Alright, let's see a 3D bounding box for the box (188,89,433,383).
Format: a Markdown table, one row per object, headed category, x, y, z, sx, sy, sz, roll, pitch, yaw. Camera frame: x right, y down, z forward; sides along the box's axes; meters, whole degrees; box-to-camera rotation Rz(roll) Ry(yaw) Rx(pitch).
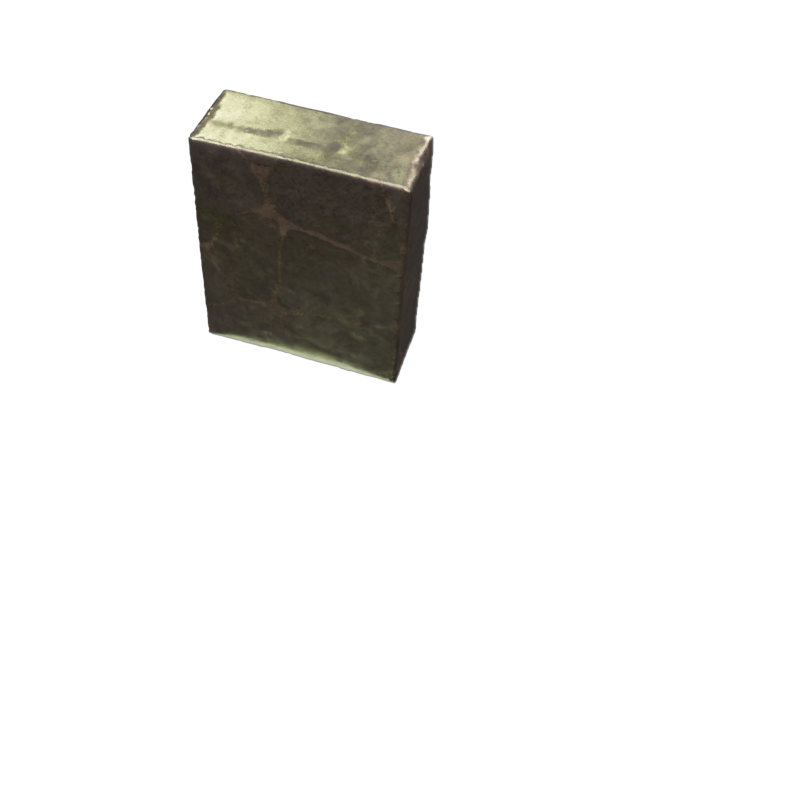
| category | x | y | z | sx | sy | sz | roll | pitch | yaw |
| --- | --- | --- | --- | --- | --- | --- | --- | --- | --- |
| box | -0.066 | -0.120 | 0.844 | 0.168 | 0.075 | 0.199 | 16 | -39 | 11 |
